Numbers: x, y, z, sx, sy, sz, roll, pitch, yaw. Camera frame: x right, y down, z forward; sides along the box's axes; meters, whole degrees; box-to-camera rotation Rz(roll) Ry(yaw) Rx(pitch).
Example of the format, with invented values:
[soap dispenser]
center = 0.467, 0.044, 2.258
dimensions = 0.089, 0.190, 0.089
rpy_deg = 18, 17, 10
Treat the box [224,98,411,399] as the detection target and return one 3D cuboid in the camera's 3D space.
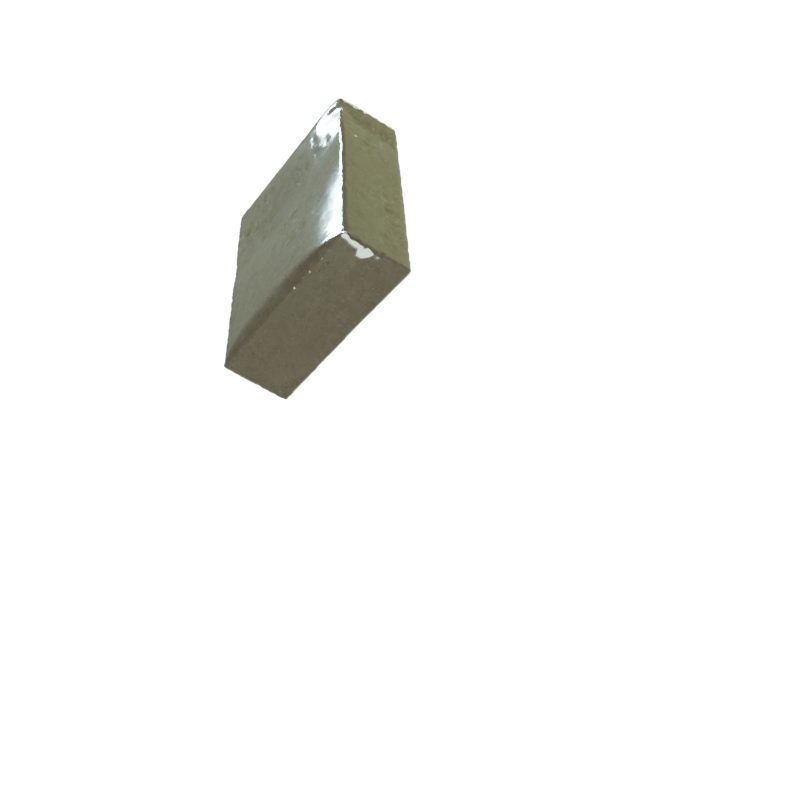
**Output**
[box]
center = -0.073, -0.133, 0.933
dimensions = 0.068, 0.229, 0.161
rpy_deg = 30, -58, -26
